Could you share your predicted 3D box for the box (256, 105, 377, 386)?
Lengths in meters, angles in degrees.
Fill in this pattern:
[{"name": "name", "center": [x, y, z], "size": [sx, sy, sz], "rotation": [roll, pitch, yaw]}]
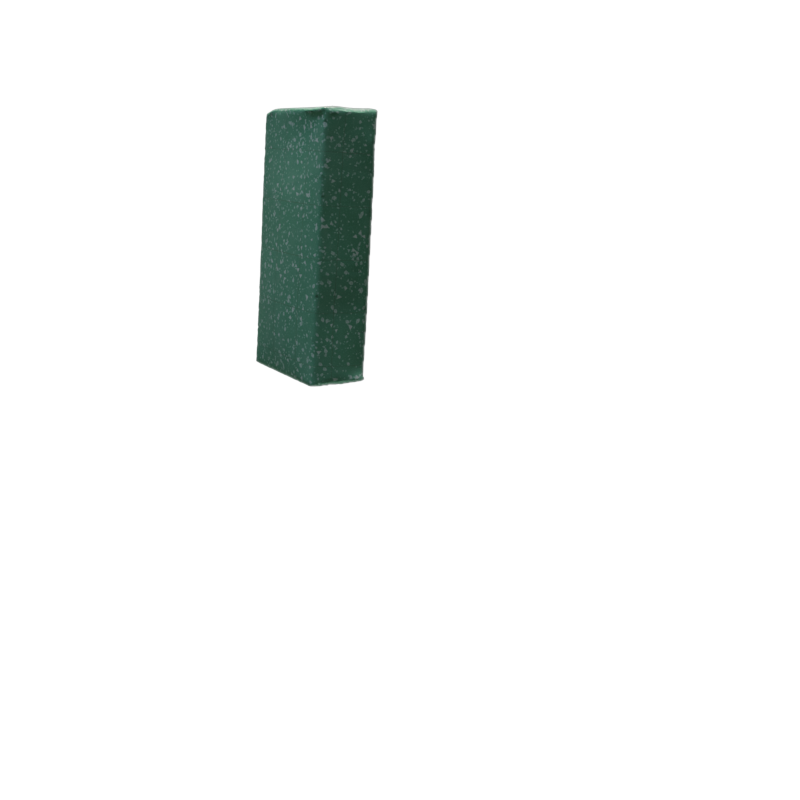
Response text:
[{"name": "box", "center": [-0.058, -0.105, 0.733], "size": [0.047, 0.174, 0.097], "rotation": [-3, 7, -29]}]
